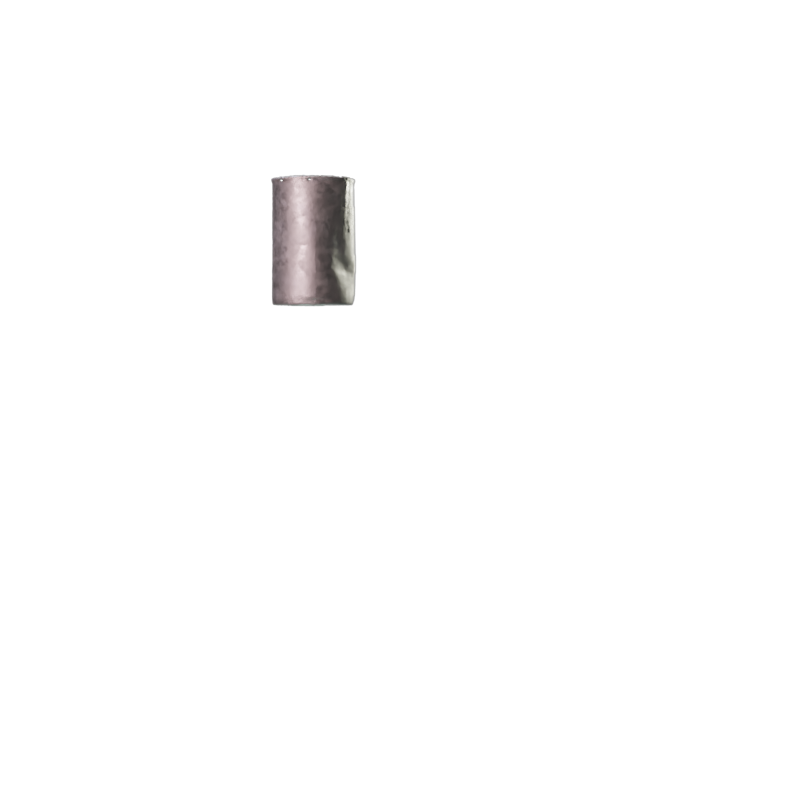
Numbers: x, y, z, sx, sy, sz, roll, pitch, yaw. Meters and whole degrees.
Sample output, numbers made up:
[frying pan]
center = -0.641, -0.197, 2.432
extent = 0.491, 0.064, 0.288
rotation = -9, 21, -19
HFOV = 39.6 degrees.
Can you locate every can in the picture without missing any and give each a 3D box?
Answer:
[can]
center = -0.070, -0.128, 0.893
extent = 0.068, 0.102, 0.069
rotation = 0, 1, -2
